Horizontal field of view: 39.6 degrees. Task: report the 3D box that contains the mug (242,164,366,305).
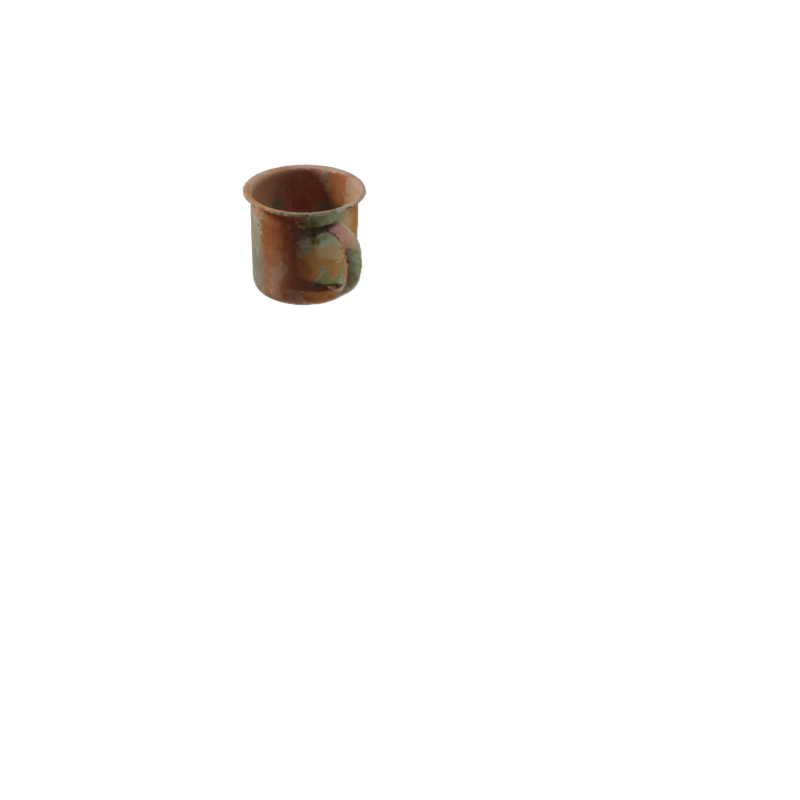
[{"bbox_3d":[-0.066,-0.121,0.845,0.092,0.077,0.126,-20,38,-31],"label":"mug"}]
